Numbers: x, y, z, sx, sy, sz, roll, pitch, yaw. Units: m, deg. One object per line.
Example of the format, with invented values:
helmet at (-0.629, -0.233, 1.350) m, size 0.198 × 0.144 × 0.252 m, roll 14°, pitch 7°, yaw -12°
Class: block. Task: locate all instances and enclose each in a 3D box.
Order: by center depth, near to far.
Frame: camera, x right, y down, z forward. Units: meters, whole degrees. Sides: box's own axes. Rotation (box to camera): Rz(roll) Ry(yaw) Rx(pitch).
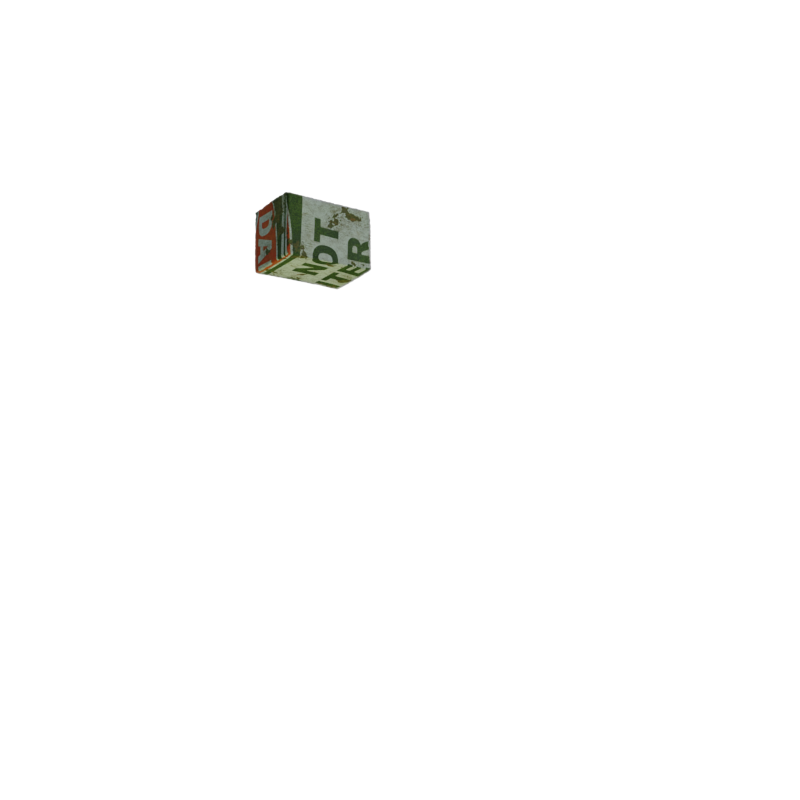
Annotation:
block at (-0.068, -0.124, 0.868) m, size 0.074 × 0.054 × 0.053 m, roll 10°, pitch -21°, yaw -32°
